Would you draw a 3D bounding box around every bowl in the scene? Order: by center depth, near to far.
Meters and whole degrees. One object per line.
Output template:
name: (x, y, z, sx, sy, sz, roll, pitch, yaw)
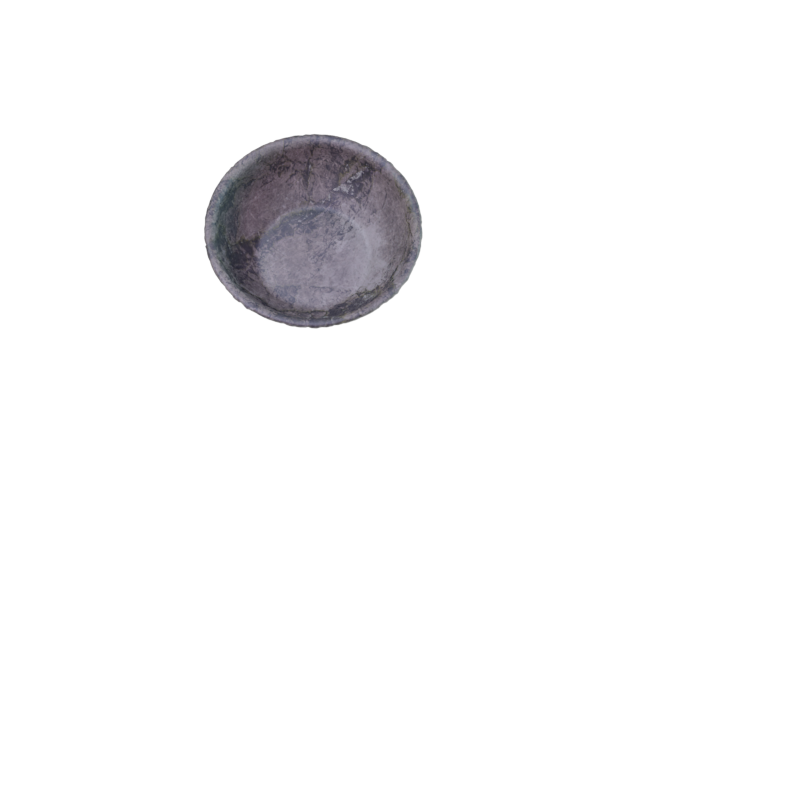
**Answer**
bowl: (-0.066, -0.120, 0.842, 0.162, 0.171, 0.052, -1, -25, -1)
